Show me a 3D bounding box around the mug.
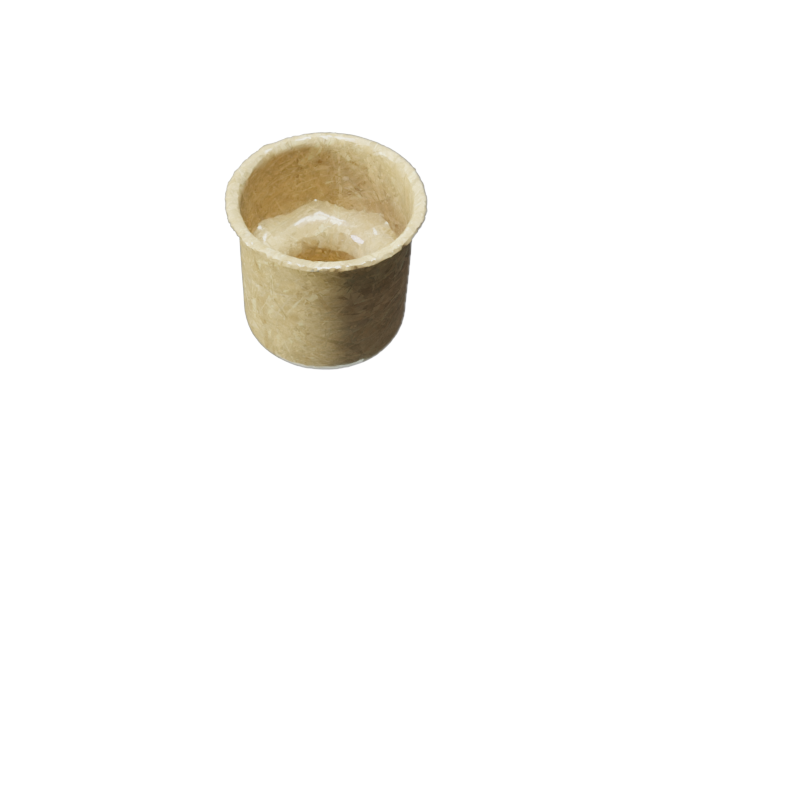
[{"bbox_3d":[-0.043,-0.078,0.543,0.093,0.076,0.126,-23,53,-20],"label":"mug"}]
